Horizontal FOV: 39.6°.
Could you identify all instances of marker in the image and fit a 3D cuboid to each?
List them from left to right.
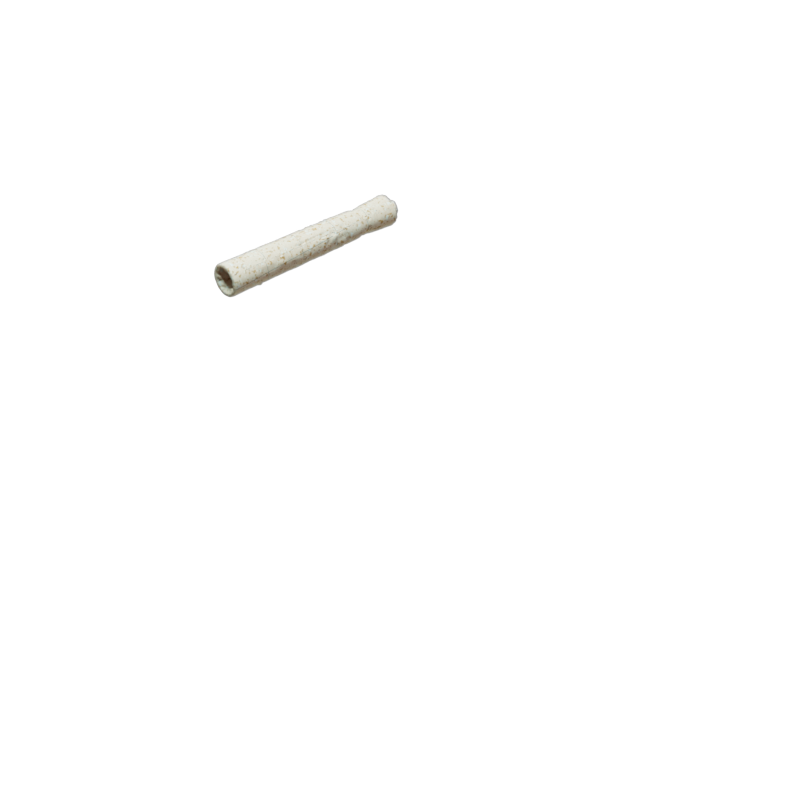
[{"bbox_3d":[-0.047,-0.086,0.603,0.120,0.019,0.021,-30,21,-34],"label":"marker"}]
